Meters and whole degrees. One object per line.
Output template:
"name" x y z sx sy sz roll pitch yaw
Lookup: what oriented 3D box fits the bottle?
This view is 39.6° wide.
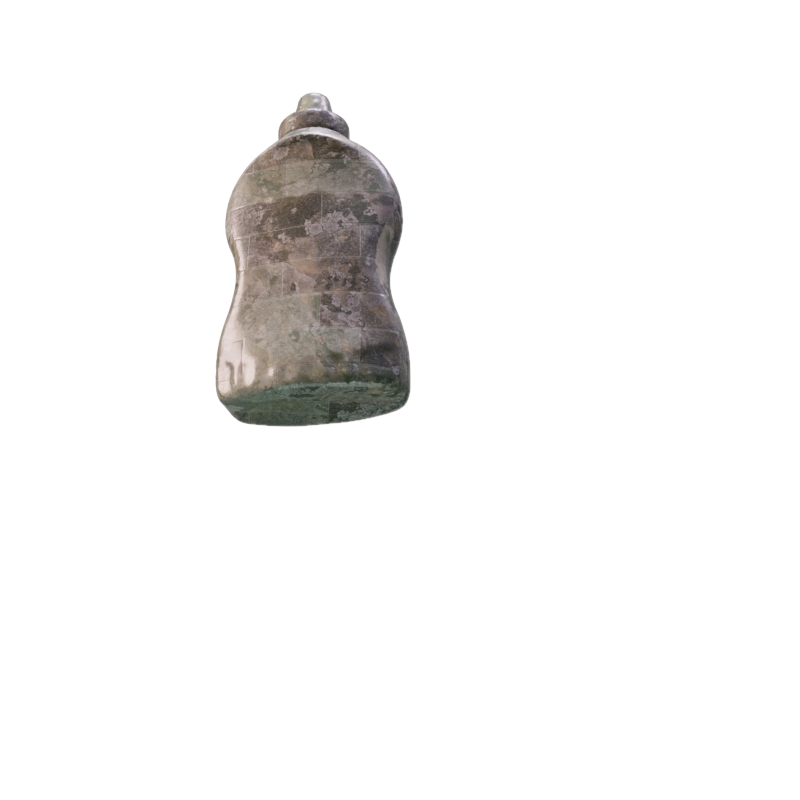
"bottle" -0.047 -0.085 0.598 0.097 0.204 0.054 -8 -29 12
